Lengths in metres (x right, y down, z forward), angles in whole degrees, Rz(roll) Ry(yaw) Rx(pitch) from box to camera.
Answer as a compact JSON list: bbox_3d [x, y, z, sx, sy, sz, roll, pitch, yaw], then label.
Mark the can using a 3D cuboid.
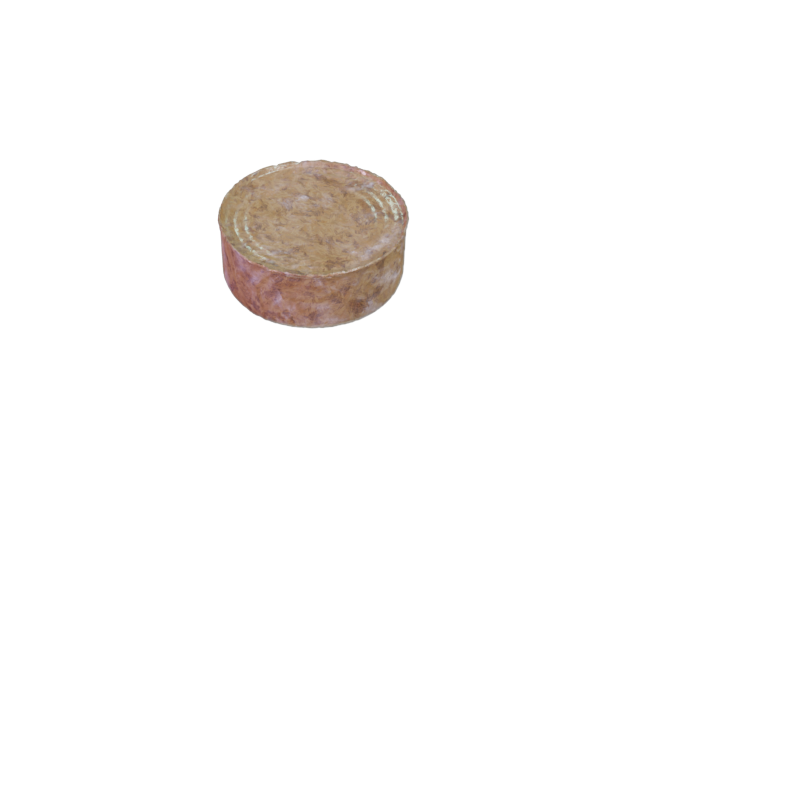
[{"bbox_3d":[-0.040,-0.073,0.509,0.086,0.031,0.092,-1,43,-2],"label":"can"}]
